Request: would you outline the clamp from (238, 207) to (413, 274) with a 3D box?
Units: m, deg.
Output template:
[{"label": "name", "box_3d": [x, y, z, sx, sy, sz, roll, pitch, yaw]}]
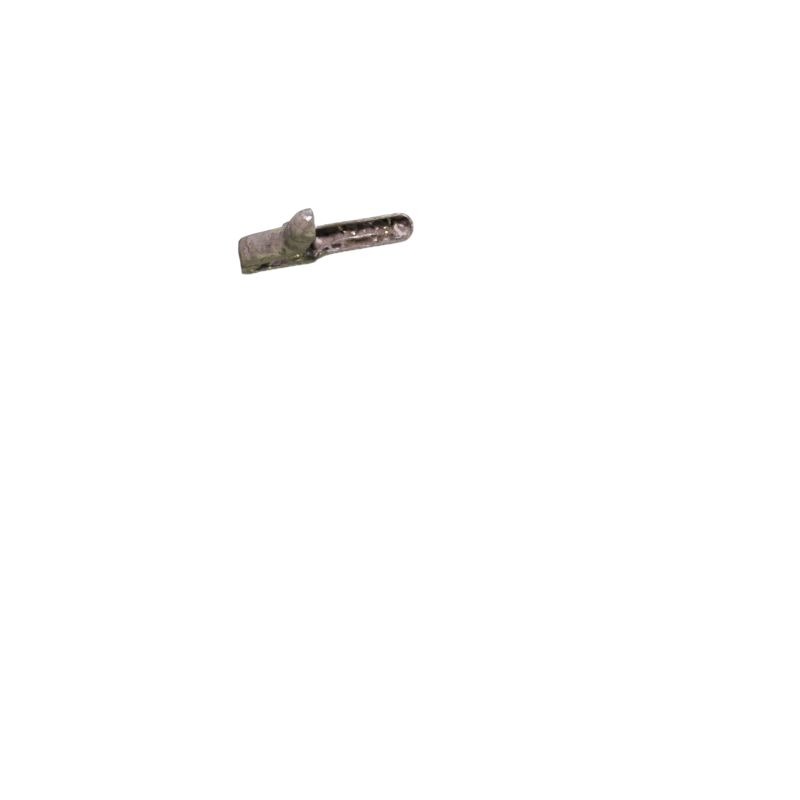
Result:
[{"label": "clamp", "box_3d": [-0.074, -0.135, 0.946, 0.115, 0.040, 0.175, 2, -3, -33]}]
